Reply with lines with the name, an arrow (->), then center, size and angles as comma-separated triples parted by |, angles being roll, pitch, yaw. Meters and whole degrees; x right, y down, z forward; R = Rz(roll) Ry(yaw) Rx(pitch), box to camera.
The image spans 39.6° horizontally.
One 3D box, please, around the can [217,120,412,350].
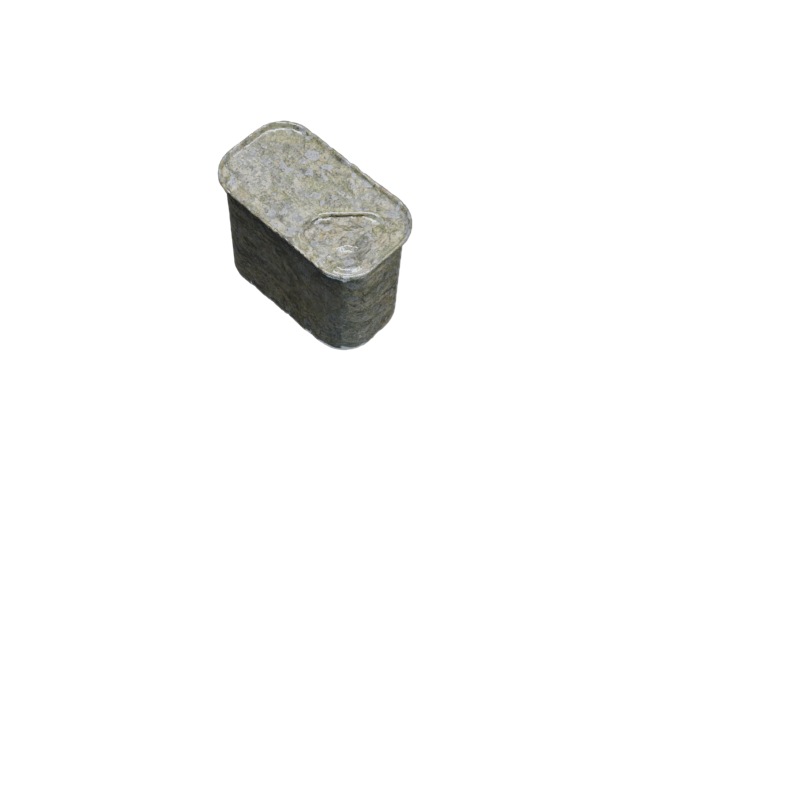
can -> -0.046, -0.083, 0.584 | 0.058, 0.107, 0.079 | -41, -21, -22
